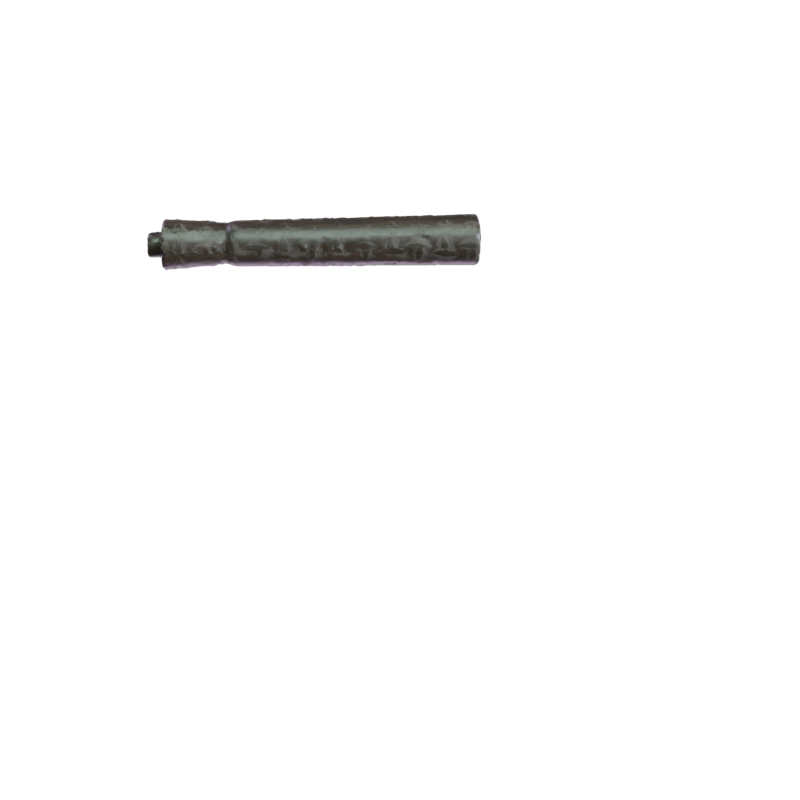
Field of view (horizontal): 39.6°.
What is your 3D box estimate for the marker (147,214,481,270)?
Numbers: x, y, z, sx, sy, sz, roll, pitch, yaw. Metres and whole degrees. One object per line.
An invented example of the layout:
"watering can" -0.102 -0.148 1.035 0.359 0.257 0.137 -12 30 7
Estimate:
"marker" -0.032 -0.058 0.408 0.121 0.020 0.020 -1 4 -1
